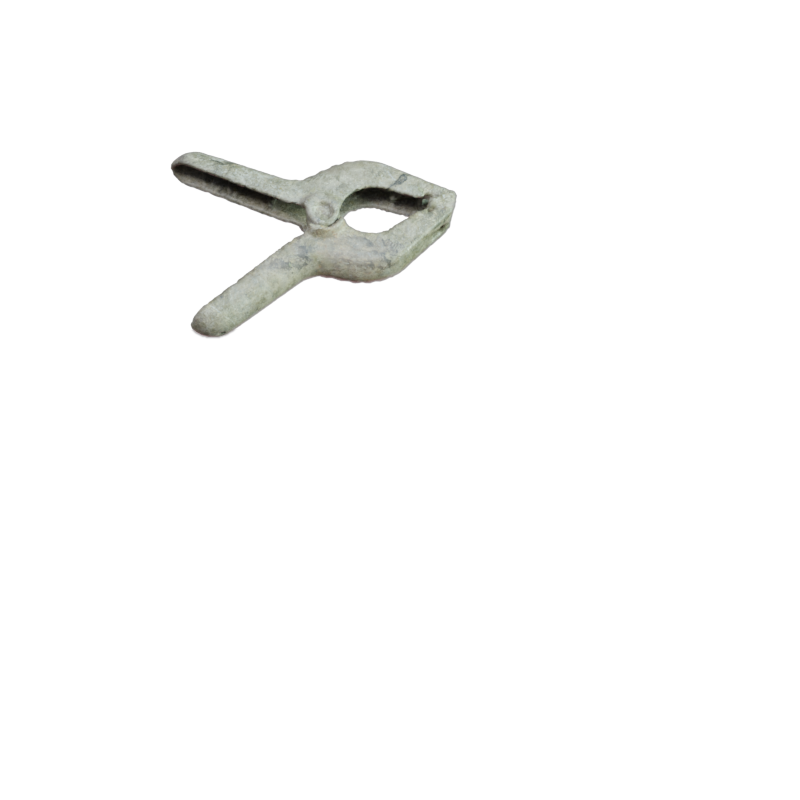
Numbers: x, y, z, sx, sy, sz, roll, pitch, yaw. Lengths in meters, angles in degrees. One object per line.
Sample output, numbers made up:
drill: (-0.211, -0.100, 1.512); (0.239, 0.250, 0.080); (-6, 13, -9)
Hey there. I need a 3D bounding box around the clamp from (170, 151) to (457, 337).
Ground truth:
clamp: (-0.051, -0.093, 0.653); (0.171, 0.126, 0.037); (-1, -21, -1)
